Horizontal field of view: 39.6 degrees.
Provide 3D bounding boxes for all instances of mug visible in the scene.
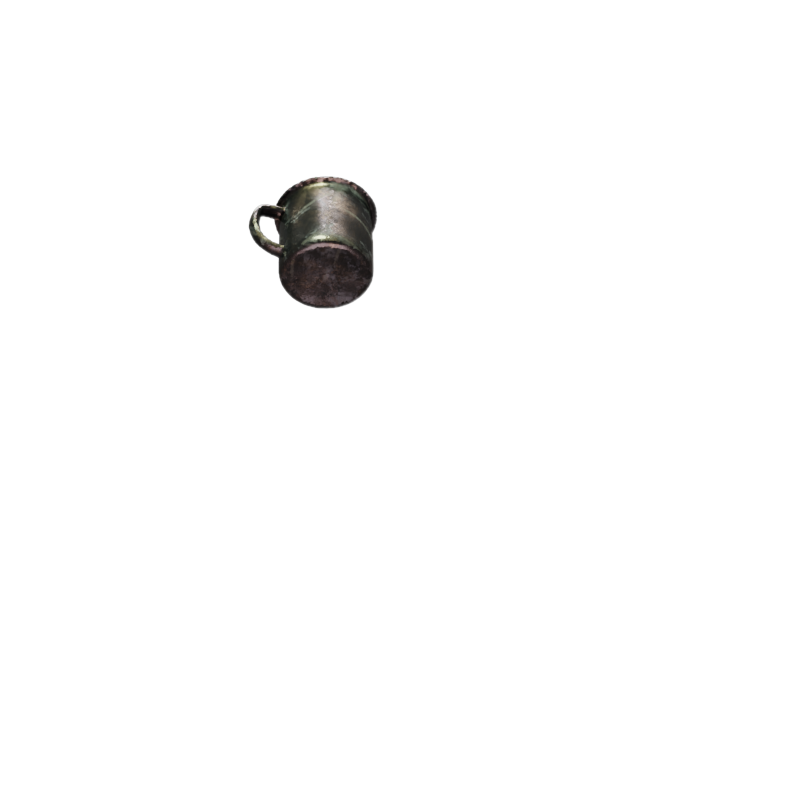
[{"bbox_3d":[-0.076,-0.138,0.966,0.113,0.087,0.090,18,-49,-18],"label":"mug"}]
